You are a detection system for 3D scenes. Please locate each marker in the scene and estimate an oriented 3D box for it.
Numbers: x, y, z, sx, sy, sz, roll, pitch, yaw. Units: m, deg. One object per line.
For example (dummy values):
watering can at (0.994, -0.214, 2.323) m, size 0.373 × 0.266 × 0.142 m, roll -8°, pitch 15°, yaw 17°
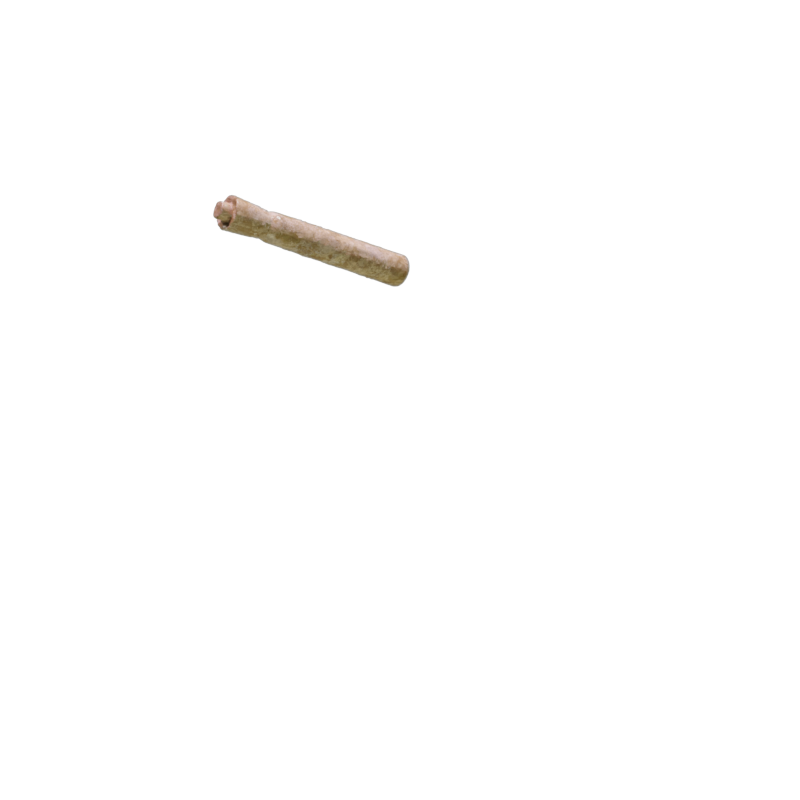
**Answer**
marker at (-0.046, -0.084, 0.590) m, size 0.115 × 0.020 × 0.021 m, roll 14°, pitch -5°, yaw -34°
